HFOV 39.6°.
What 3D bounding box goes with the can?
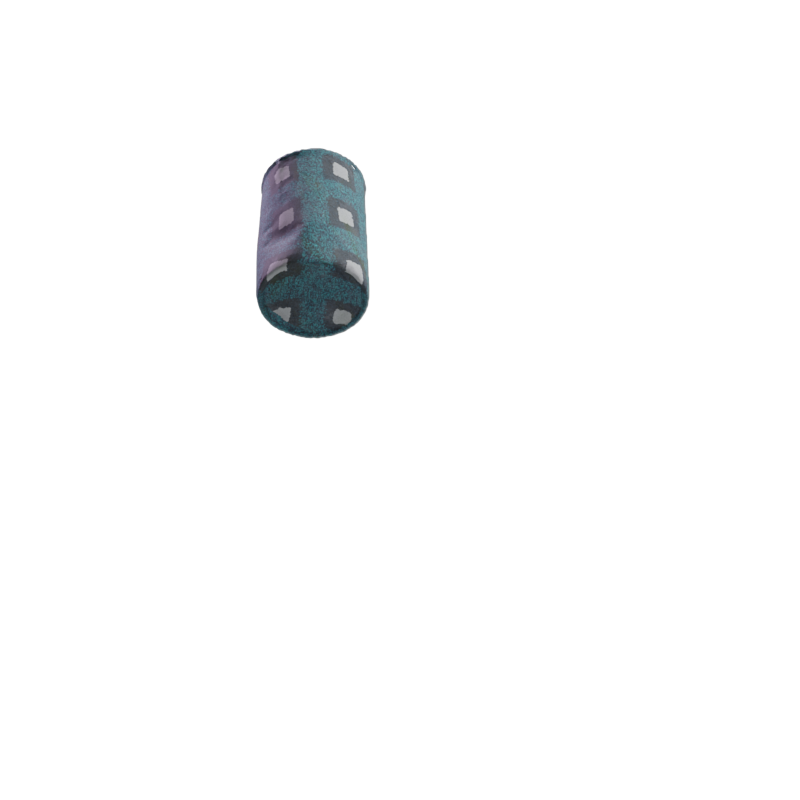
[{"bbox_3d":[-0.053,-0.097,0.681,0.068,0.110,0.064,-1,-43,-3],"label":"can"}]
